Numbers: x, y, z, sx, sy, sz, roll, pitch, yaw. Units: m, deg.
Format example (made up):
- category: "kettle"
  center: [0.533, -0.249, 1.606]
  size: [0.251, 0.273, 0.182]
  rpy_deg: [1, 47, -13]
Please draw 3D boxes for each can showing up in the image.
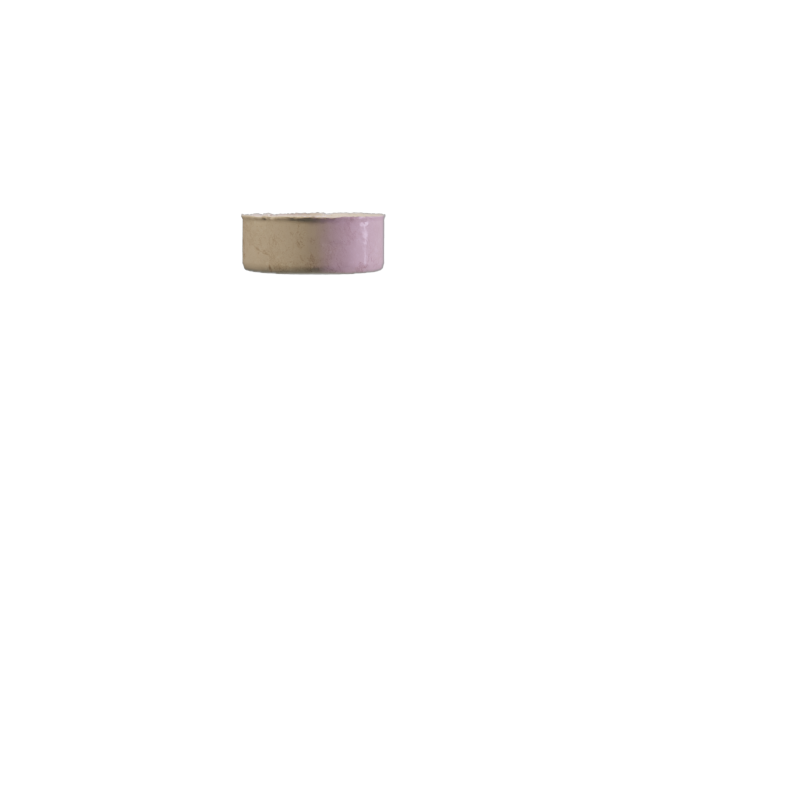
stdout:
- category: "can"
  center: [-0.052, -0.094, 0.659]
  size: [0.086, 0.033, 0.087]
  rpy_deg: [0, 10, -2]
